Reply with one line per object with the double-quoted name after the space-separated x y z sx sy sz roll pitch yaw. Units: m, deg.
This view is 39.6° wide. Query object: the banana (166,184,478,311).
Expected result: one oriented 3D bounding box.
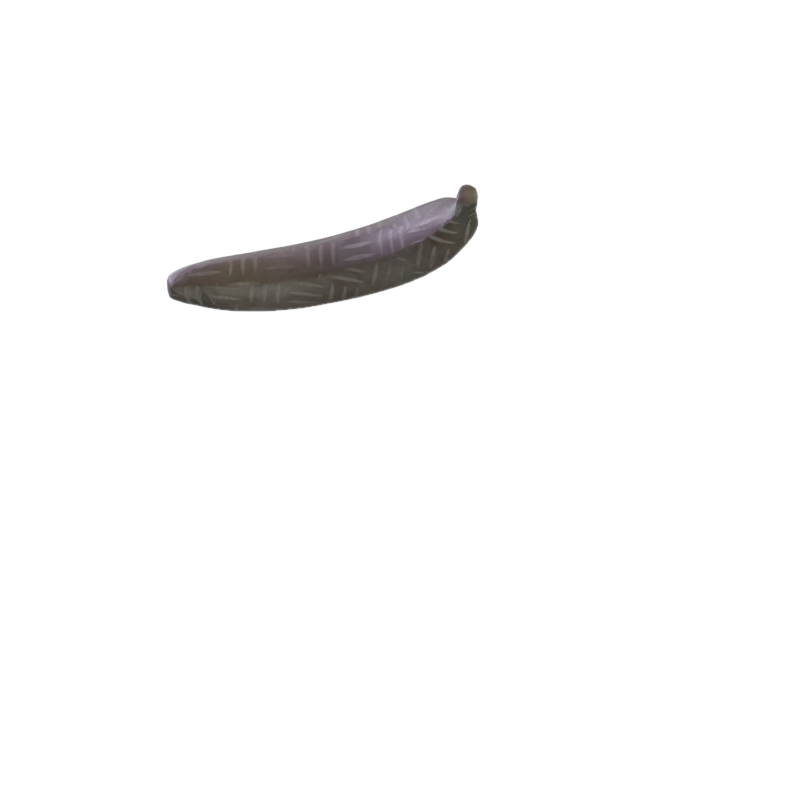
-0.035 -0.081 0.619 0.200 0.039 0.064 -14 -30 27 "banana"
